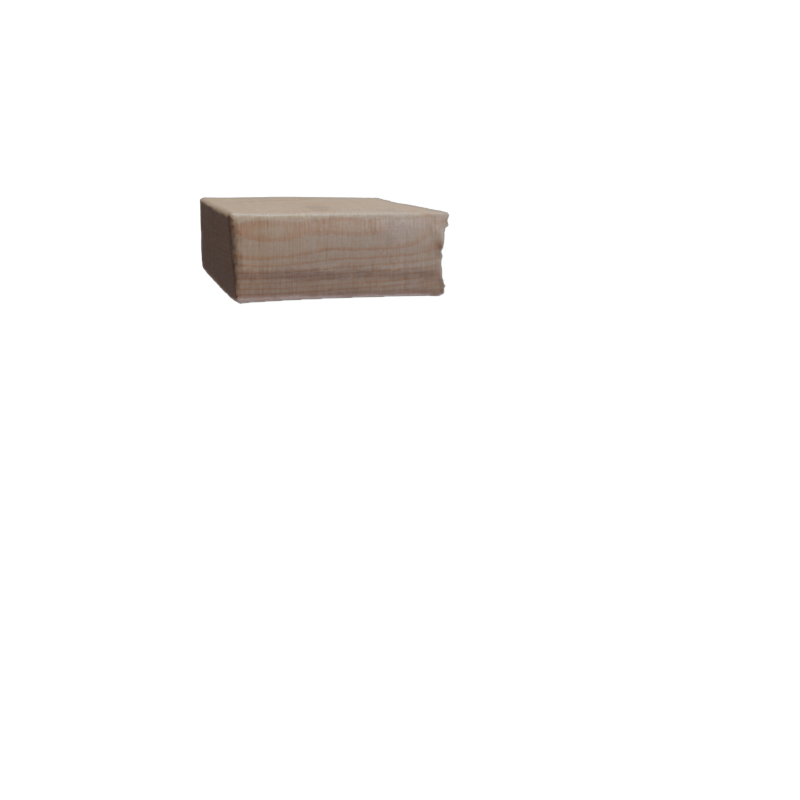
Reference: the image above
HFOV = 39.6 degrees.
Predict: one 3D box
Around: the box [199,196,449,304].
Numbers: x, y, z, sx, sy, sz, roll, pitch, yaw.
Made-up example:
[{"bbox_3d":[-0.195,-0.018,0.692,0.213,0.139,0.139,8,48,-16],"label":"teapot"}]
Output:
[{"bbox_3d":[-0.038,-0.070,0.489,0.088,0.038,0.118,-3,15,-14],"label":"box"}]
